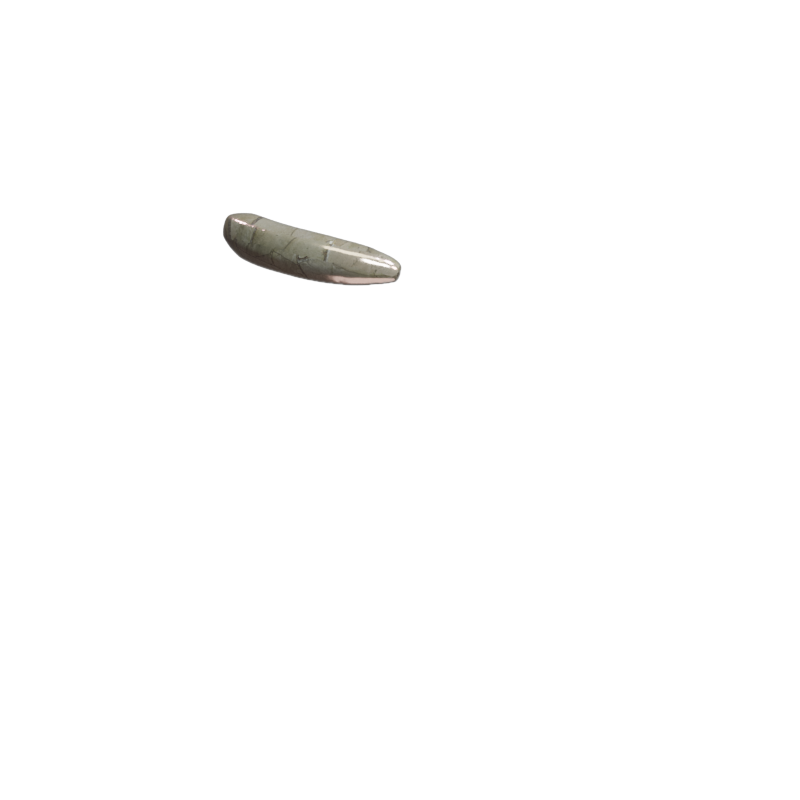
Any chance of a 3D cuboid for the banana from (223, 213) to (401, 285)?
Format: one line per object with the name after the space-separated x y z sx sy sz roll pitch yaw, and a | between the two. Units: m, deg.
-0.086 -0.124 0.880 0.068 0.035 0.210 -16 27 -35 | banana
